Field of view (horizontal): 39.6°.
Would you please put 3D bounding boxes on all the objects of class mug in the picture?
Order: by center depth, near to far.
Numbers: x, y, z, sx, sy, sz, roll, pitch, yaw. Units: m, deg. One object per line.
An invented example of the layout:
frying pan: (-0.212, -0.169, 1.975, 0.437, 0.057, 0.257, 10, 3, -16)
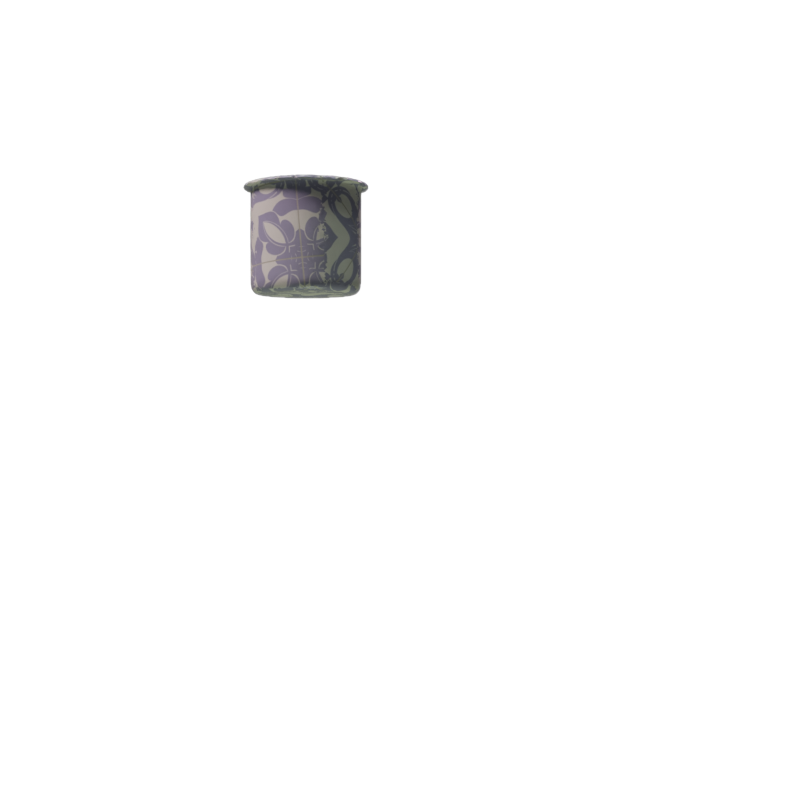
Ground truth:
mug: (-0.065, -0.119, 0.831, 0.096, 0.083, 0.113, -1, -2, 25)
